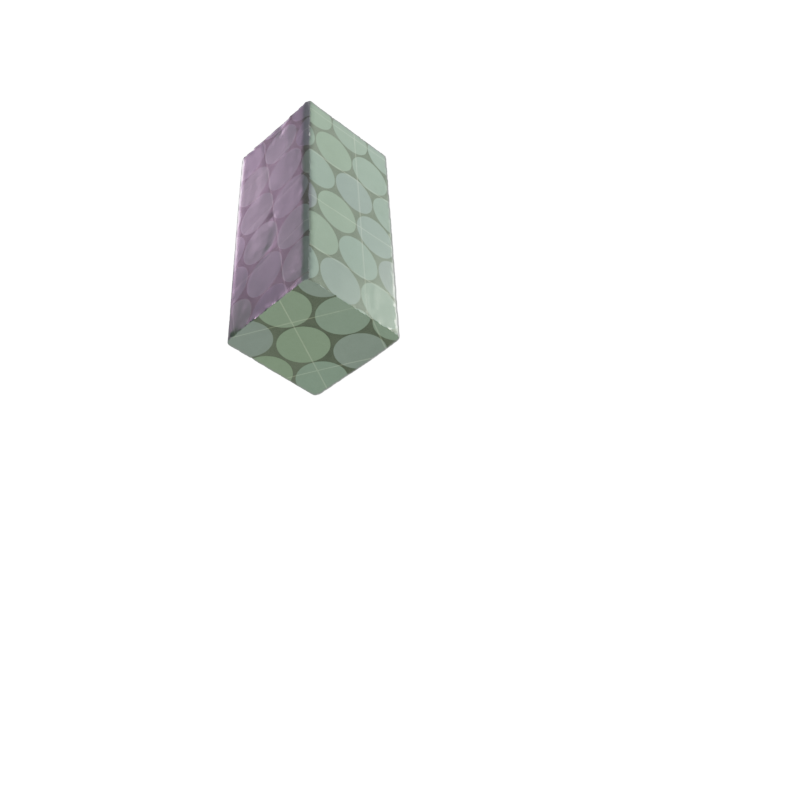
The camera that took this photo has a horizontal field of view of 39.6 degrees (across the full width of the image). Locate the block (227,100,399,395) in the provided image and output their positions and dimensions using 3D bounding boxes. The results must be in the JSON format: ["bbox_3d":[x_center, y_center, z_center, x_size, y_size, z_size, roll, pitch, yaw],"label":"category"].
[{"bbox_3d":[-0.067,-0.121,0.853,0.085,0.221,0.089,32,-54,-32],"label":"block"}]
